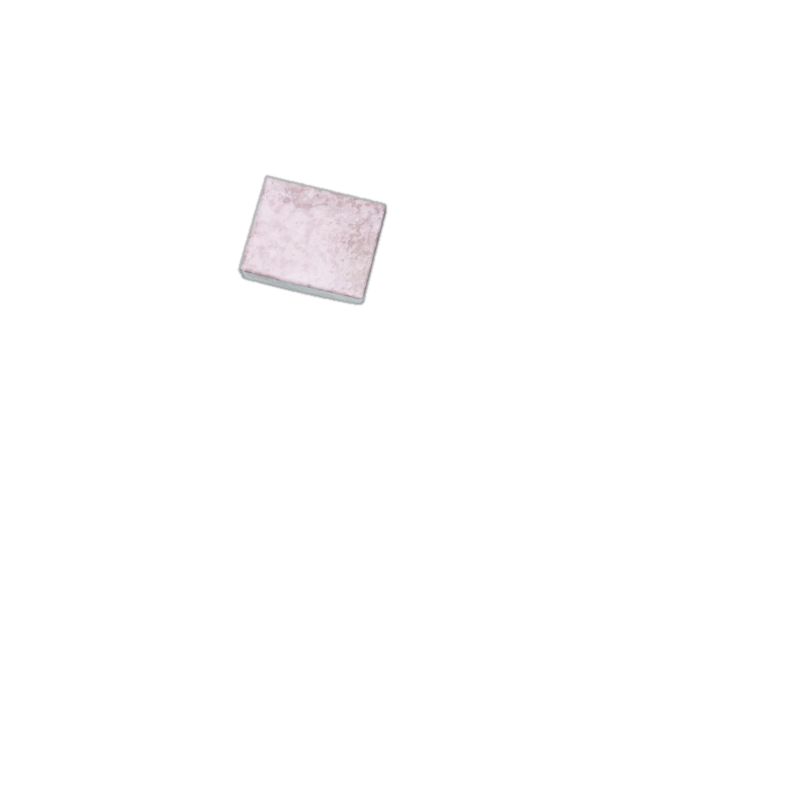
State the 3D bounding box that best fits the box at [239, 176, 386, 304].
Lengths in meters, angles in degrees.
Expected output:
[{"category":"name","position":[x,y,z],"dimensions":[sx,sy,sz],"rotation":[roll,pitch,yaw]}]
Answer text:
[{"category":"box","position":[-0.077,-0.140,0.981],"dimensions":[0.114,0.093,0.037],"rotation":[14,-15,3]}]
